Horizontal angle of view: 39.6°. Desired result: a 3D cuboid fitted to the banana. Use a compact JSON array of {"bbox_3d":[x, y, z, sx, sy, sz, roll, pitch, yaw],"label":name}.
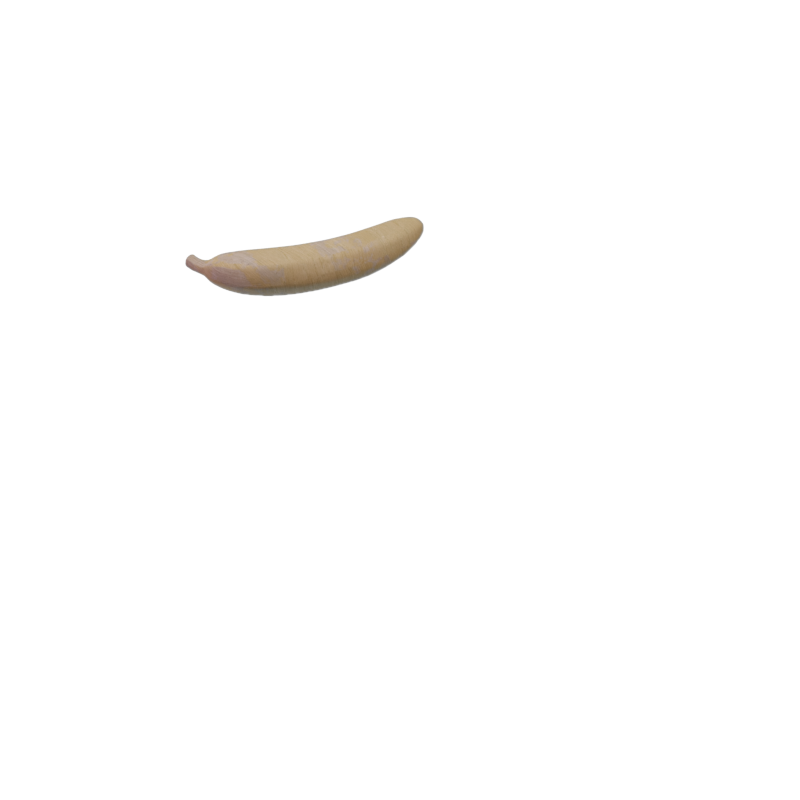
[{"bbox_3d":[-0.068,-0.114,0.877,0.196,0.034,0.075,-9,41,-11],"label":"banana"}]
